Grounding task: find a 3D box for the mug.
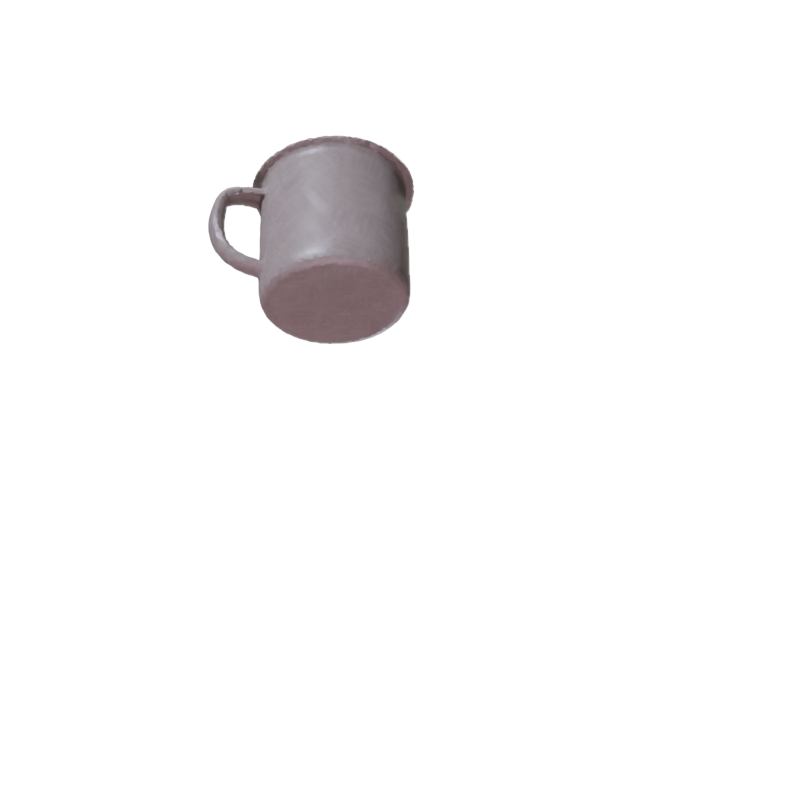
[{"bbox_3d":[-0.048,-0.087,0.610,0.114,0.087,0.089,11,-37,-16],"label":"mug"}]
